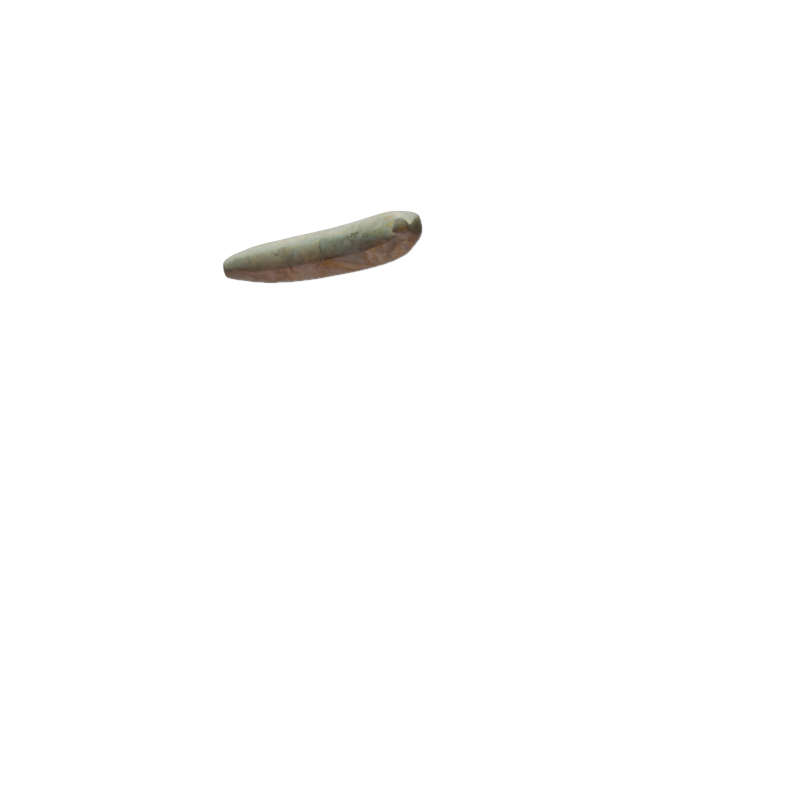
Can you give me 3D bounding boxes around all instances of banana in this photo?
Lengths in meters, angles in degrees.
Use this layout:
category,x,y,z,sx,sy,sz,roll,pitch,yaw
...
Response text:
category,x,y,z,sx,sy,sz,roll,pitch,yaw
banana,-0.051,-0.119,0.857,0.202,0.038,0.066,-9,-14,42
